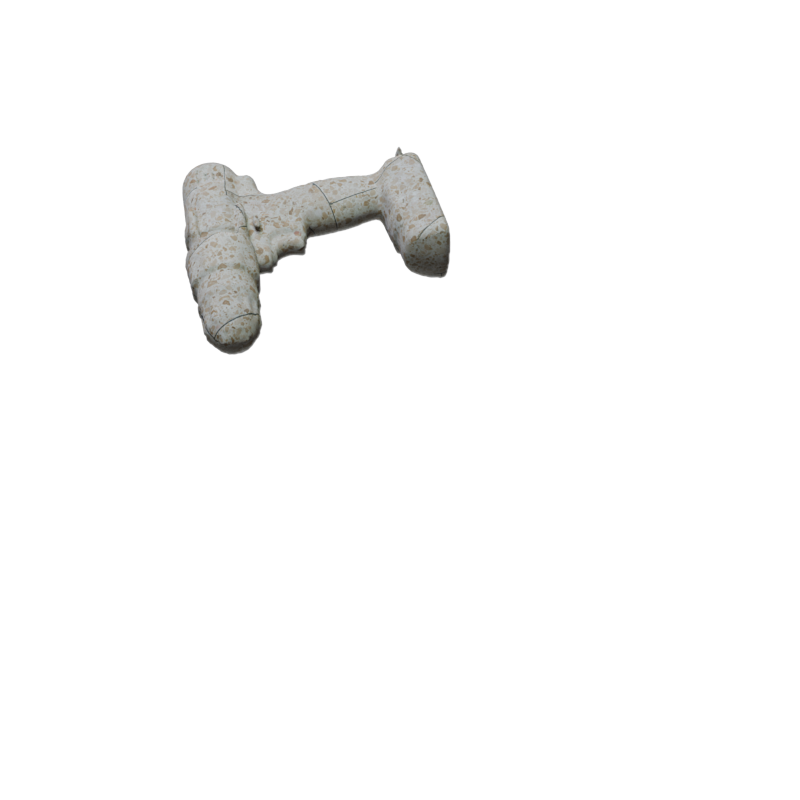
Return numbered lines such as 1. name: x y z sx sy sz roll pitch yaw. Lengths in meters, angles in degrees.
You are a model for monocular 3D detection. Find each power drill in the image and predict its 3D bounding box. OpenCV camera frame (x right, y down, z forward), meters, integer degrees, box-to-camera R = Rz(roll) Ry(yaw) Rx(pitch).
1. power drill: -0.063 -0.115 0.805 0.186 0.199 0.053 -8 -43 -8
